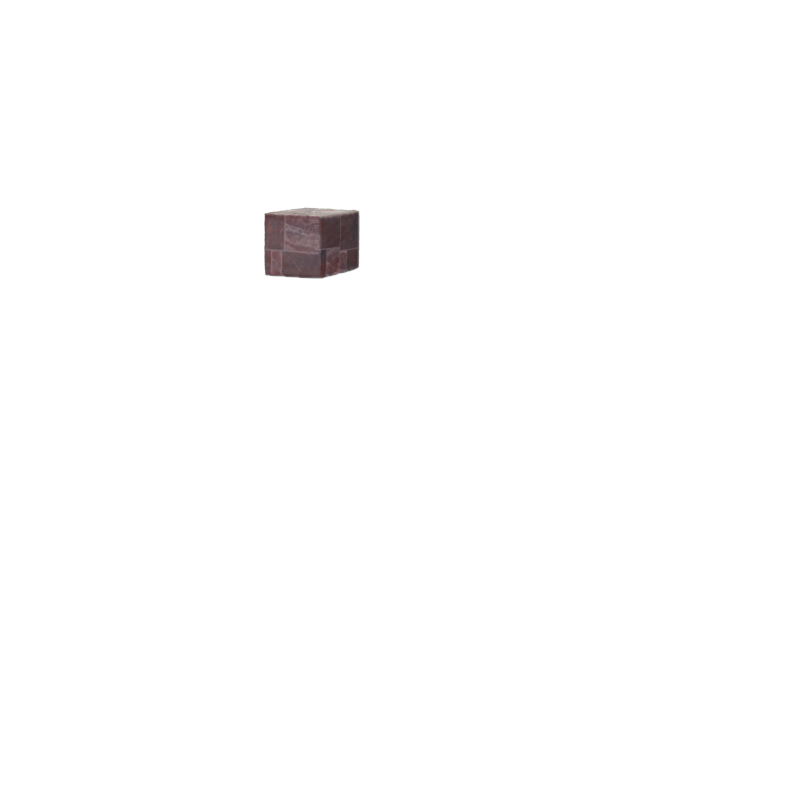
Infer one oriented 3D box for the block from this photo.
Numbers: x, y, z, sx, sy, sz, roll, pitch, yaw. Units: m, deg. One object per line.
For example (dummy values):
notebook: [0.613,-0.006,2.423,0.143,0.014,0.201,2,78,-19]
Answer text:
block: [-0.072,-0.131,0.915,0.054,0.050,0.077,4,12,22]
